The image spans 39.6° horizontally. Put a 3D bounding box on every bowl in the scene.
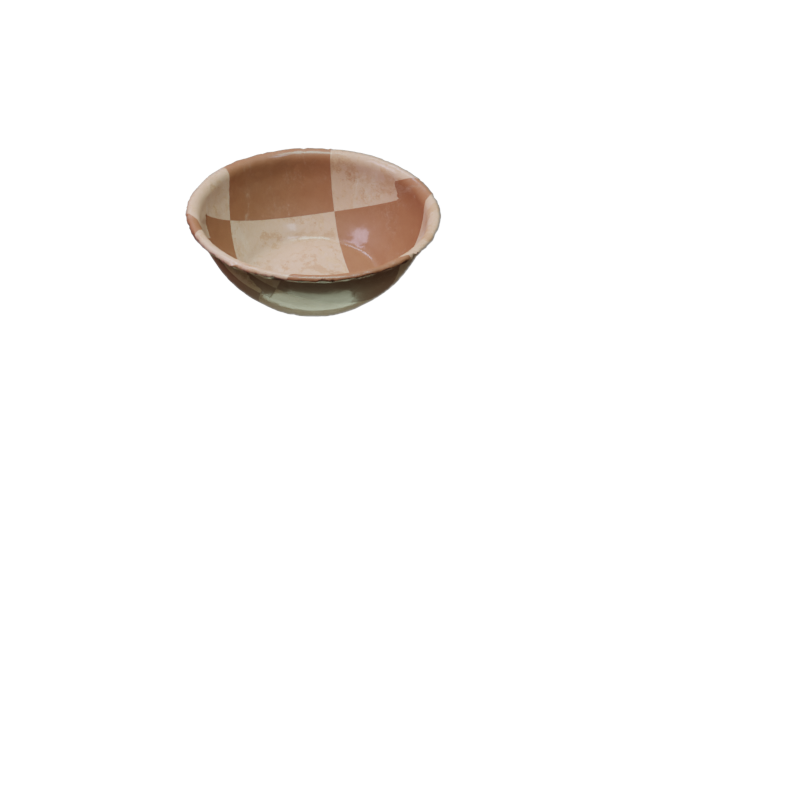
[{"bbox_3d":[-0.056,-0.103,0.719,0.162,0.051,0.173,-1,38,-2],"label":"bowl"}]
